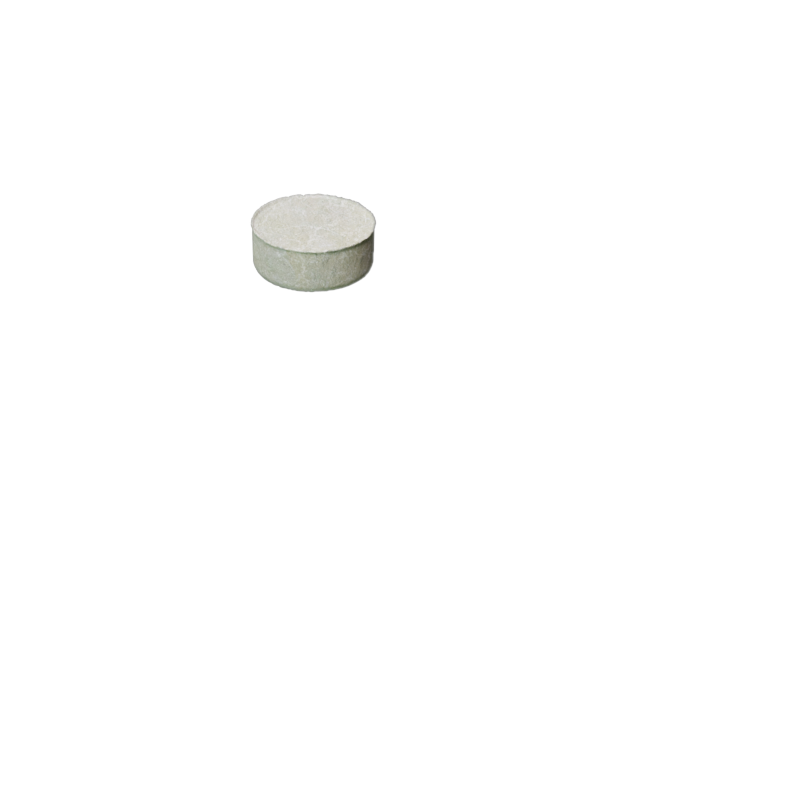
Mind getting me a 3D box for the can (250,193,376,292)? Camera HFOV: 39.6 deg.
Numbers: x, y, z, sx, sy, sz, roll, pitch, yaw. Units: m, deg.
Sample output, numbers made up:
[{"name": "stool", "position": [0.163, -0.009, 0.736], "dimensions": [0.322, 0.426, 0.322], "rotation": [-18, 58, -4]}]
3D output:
[{"name": "can", "position": [-0.060, -0.110, 0.768], "dimensions": [0.086, 0.031, 0.092], "rotation": [-1, 34, -2]}]
